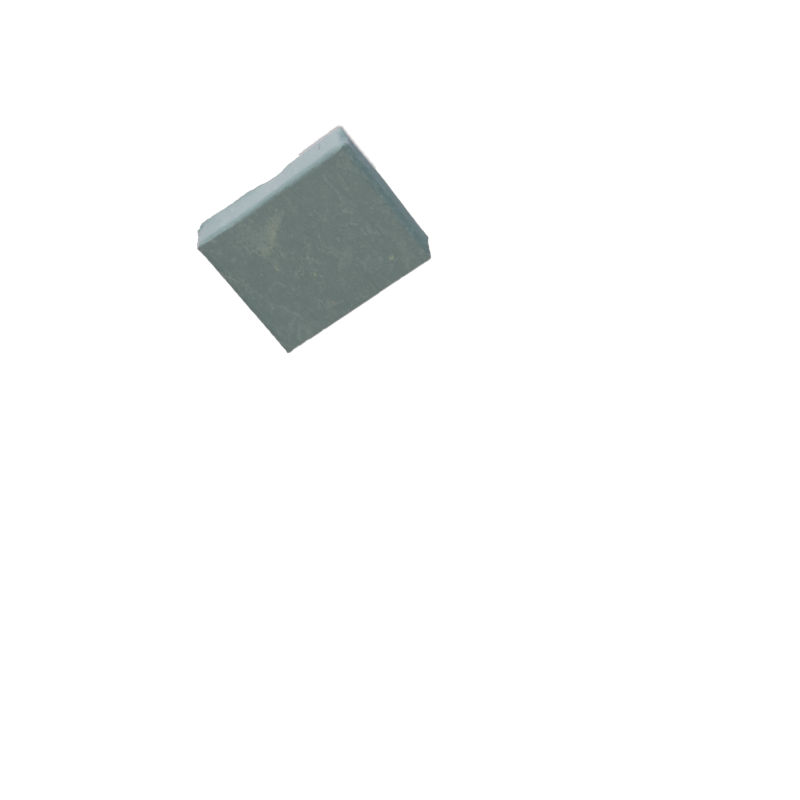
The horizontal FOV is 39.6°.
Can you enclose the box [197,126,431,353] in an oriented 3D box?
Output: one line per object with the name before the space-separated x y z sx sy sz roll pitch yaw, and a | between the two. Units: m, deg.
box | -0.042 -0.076 0.535 0.089 0.069 0.032 -33 23 15
